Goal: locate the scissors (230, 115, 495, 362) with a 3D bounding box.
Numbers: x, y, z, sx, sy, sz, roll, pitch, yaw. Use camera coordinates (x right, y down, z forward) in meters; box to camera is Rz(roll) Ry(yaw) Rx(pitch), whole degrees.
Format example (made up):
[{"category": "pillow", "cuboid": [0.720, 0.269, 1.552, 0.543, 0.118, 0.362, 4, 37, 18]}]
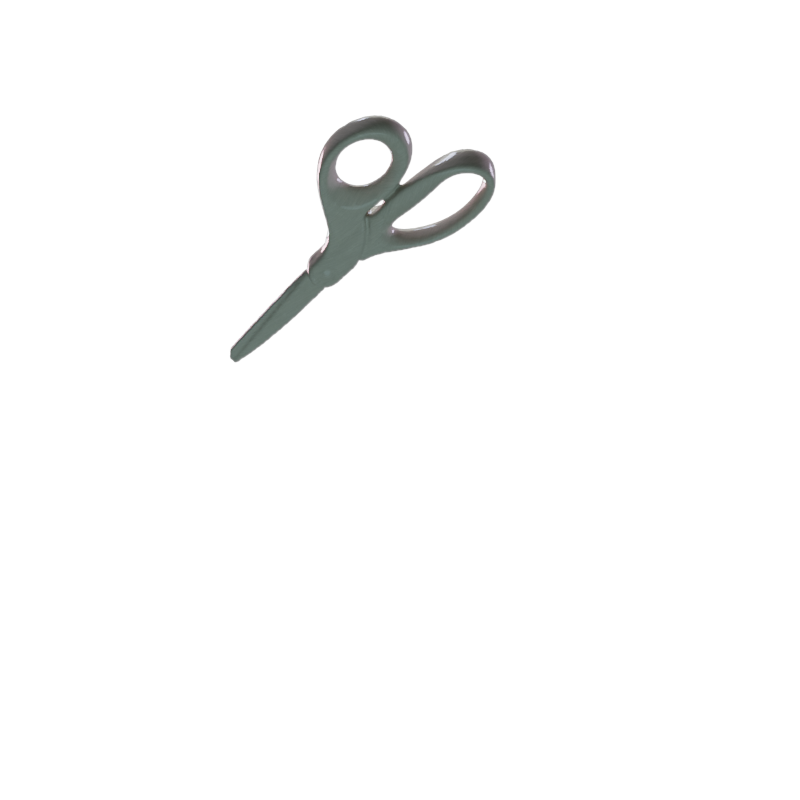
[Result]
[{"category": "scissors", "cuboid": [-0.045, -0.083, 0.579, 0.202, 0.017, 0.089, -26, -46, 28]}]
